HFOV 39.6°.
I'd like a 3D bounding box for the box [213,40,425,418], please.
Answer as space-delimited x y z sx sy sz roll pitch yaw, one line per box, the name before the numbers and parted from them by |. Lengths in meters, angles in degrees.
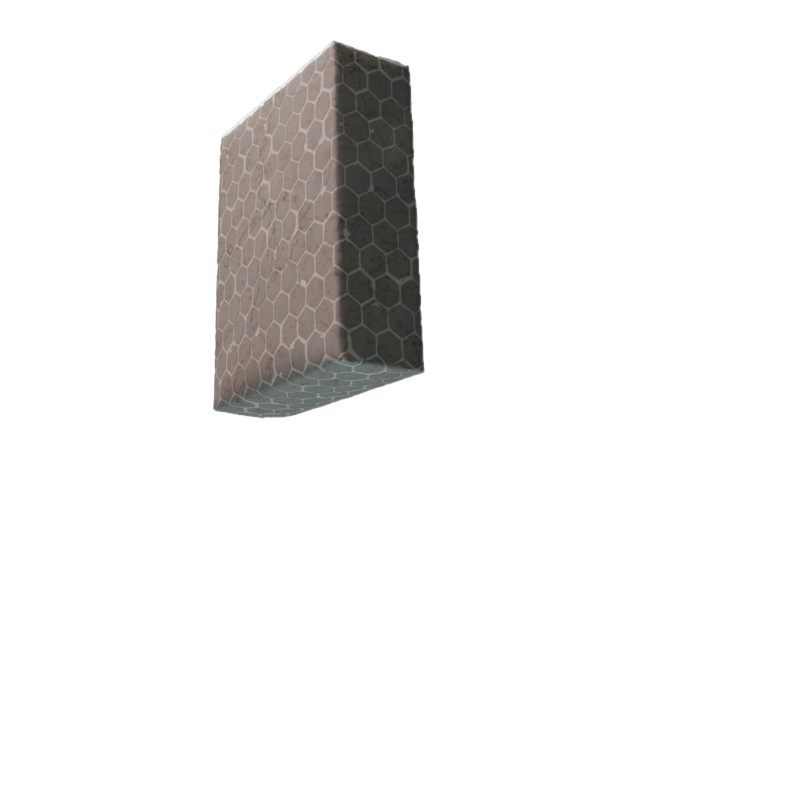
box | -0.059 -0.107 0.751 0.068 0.224 0.165 12 -22 -33
